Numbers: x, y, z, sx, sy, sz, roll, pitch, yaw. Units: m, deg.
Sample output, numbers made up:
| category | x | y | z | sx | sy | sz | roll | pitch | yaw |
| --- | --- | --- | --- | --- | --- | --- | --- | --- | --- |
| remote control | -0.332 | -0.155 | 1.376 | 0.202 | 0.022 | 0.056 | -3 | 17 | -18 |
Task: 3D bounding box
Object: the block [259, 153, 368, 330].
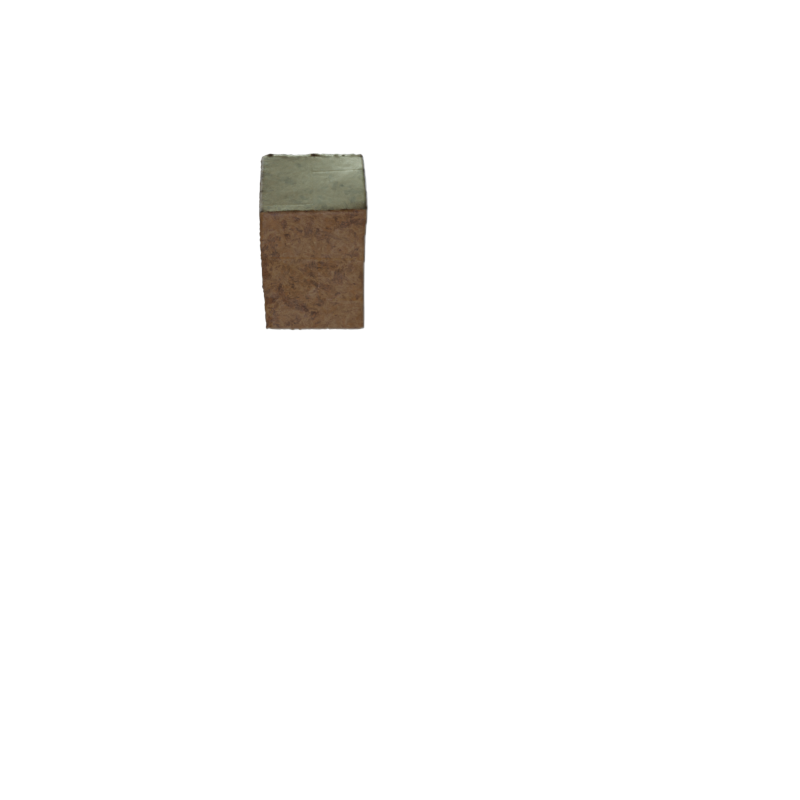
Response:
| category | x | y | z | sx | sy | sz | roll | pitch | yaw |
| --- | --- | --- | --- | --- | --- | --- | --- | --- | --- |
| block | -0.044 | -0.080 | 0.561 | 0.053 | 0.073 | 0.055 | 0 | 42 | -3 |
